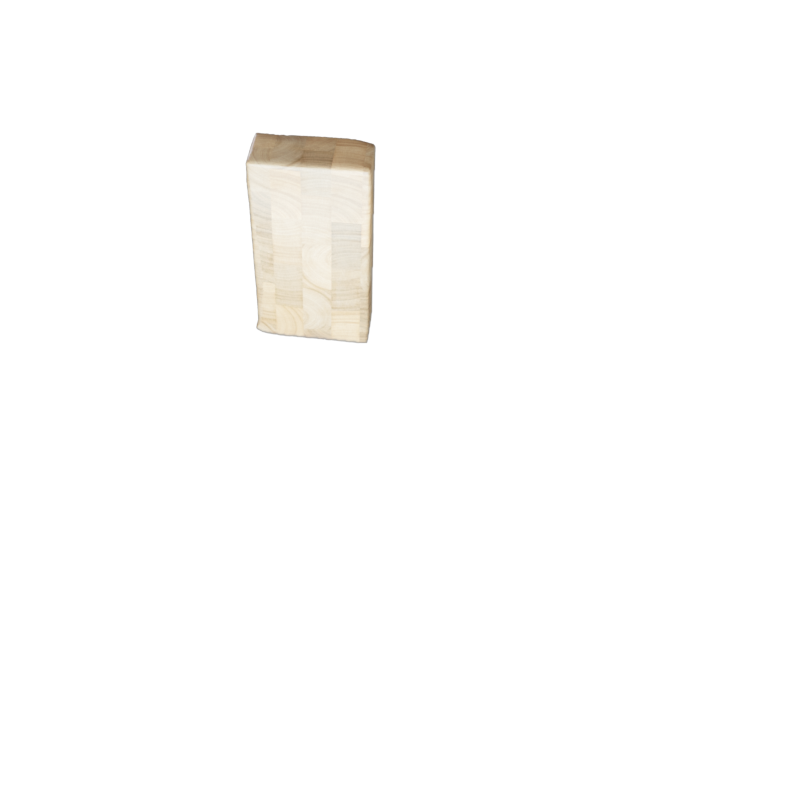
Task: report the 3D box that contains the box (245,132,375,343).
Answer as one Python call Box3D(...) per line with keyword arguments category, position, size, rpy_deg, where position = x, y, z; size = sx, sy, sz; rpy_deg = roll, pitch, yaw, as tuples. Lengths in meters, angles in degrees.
Box3D(category="box", position=(-0.067, -0.123, 0.858), size=(0.094, 0.164, 0.051), rpy_deg=(7, 42, 4))
